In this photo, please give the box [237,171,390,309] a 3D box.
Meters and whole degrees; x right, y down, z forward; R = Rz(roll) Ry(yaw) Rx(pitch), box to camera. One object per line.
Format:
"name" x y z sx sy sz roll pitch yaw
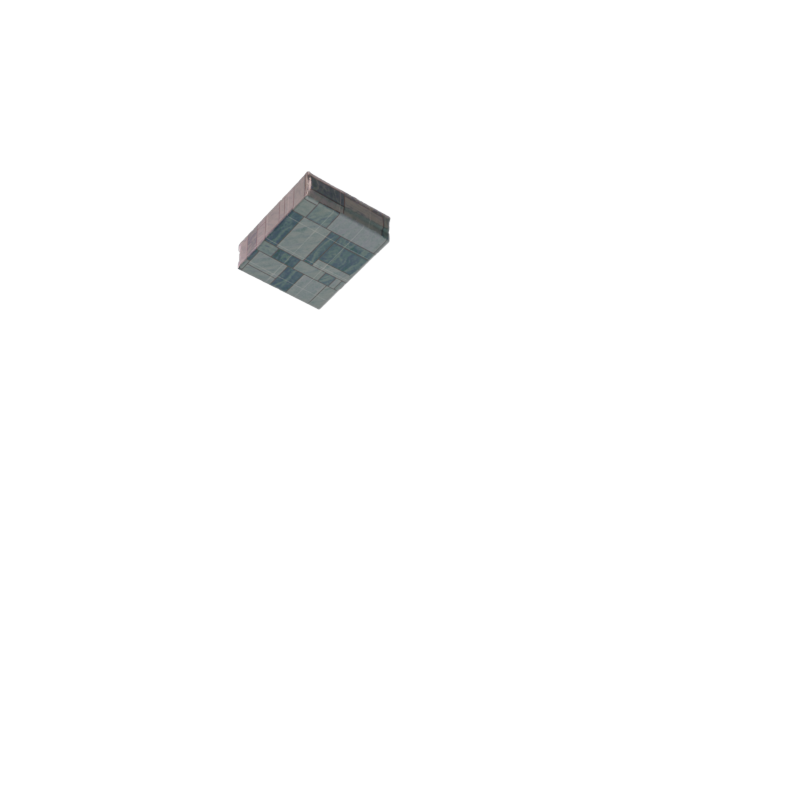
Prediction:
"box" -0.062 -0.113 0.788 0.069 0.032 0.087 27 -50 -27
